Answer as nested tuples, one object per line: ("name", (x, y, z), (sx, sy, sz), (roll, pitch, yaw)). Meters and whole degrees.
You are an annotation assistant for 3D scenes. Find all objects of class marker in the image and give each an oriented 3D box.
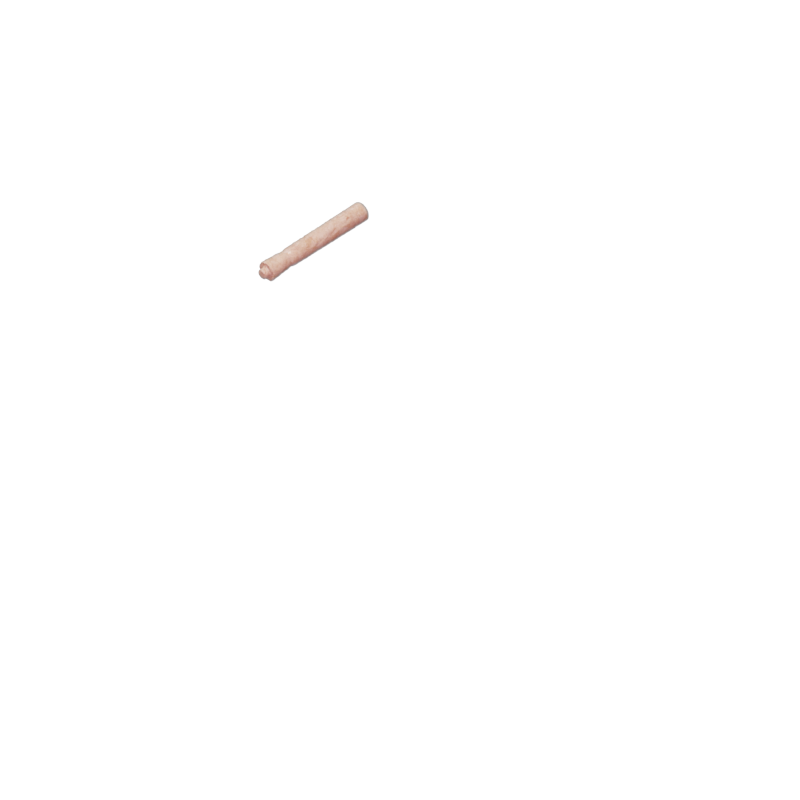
("marker", (-0.076, -0.139, 0.973), (0.122, 0.019, 0.021), (-38, 24, -30))
